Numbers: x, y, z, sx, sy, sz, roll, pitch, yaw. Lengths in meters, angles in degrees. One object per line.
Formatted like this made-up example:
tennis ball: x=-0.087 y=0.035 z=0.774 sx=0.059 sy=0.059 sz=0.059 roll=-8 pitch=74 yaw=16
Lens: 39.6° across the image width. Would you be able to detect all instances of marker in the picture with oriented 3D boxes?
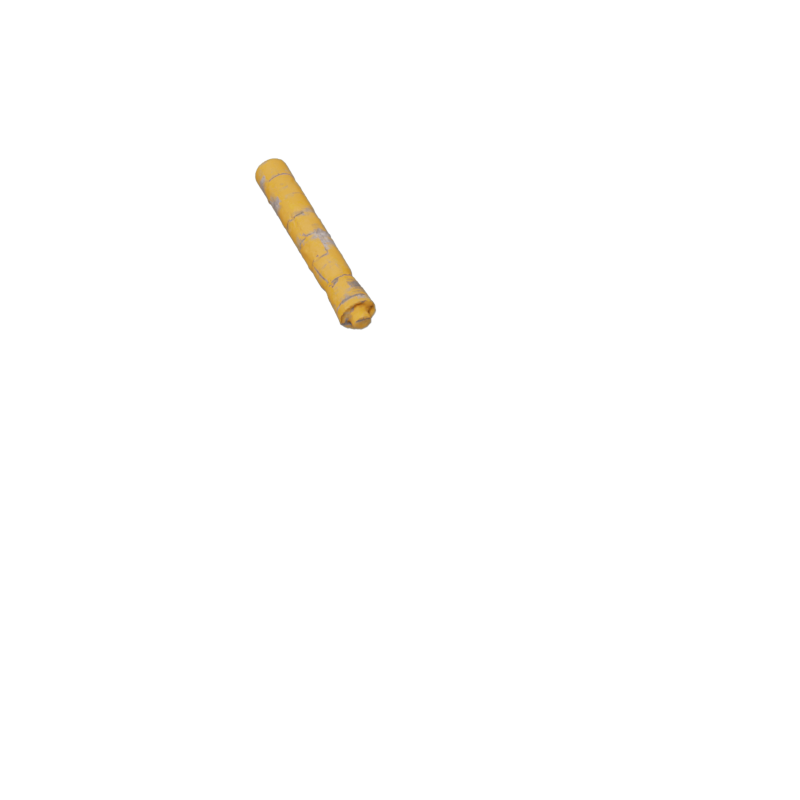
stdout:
marker: x=-0.044 y=-0.080 z=0.559 sx=0.019 sy=0.019 sz=0.131 roll=-2 pitch=43 yaw=-31
